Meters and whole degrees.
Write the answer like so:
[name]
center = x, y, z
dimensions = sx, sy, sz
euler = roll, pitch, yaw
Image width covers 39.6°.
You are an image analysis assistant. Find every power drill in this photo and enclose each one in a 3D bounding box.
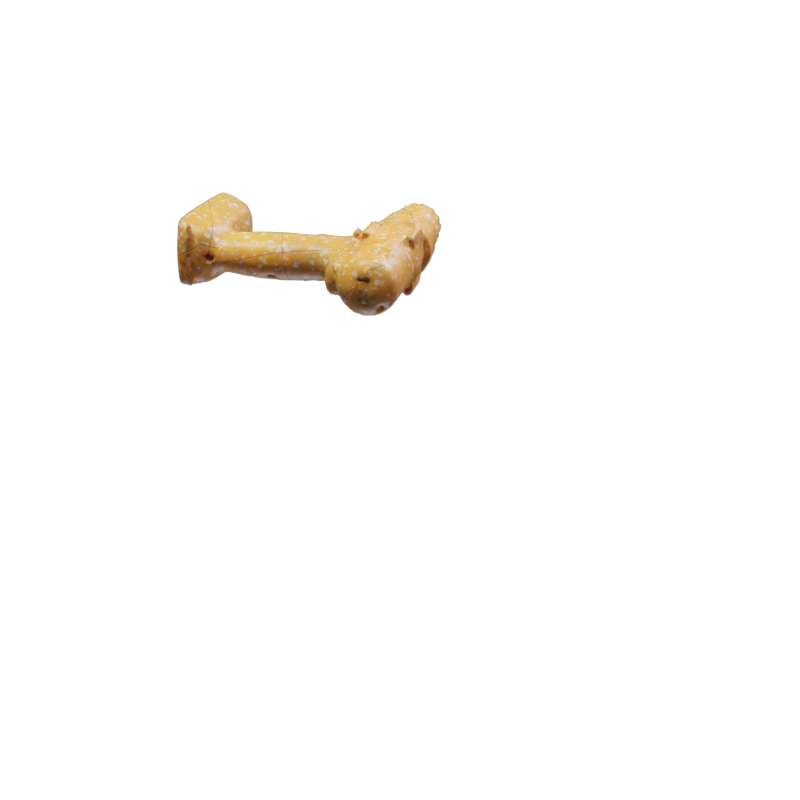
[power drill]
center = -0.069, -0.126, 0.881
dimensions = 0.192, 0.055, 0.188
euler = 6, 24, 15
